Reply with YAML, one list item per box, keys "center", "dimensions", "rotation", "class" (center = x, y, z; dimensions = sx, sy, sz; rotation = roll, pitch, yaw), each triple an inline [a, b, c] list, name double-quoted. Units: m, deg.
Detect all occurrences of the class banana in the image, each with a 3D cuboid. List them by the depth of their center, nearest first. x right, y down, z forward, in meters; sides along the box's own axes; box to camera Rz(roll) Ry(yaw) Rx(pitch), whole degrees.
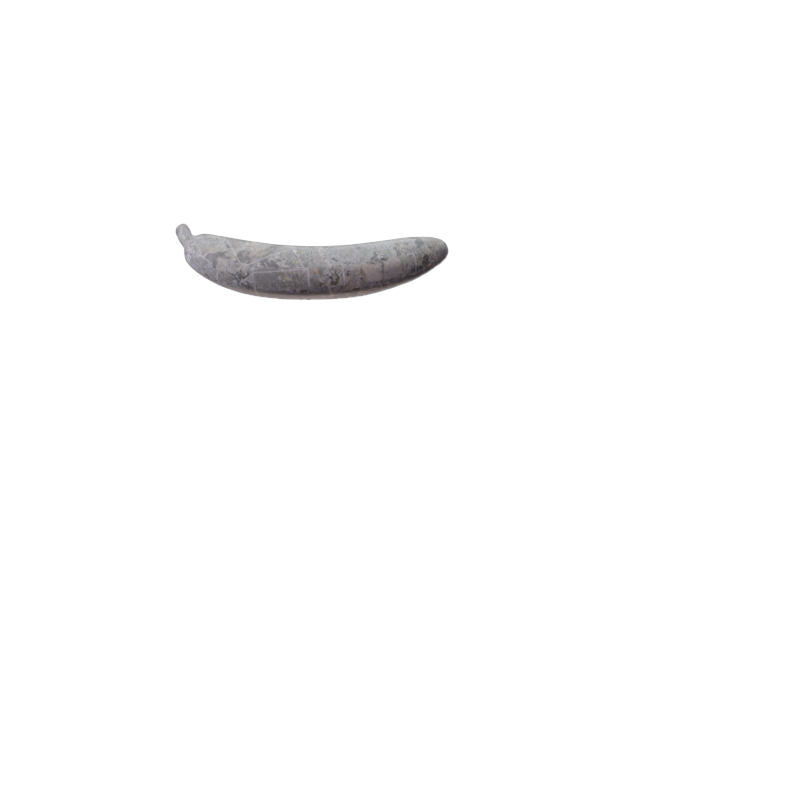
- center: [-0.067, -0.098, 0.770]
  dimensions: [0.199, 0.074, 0.034]
  rotation: [6, -43, 5]
  class: "banana"
